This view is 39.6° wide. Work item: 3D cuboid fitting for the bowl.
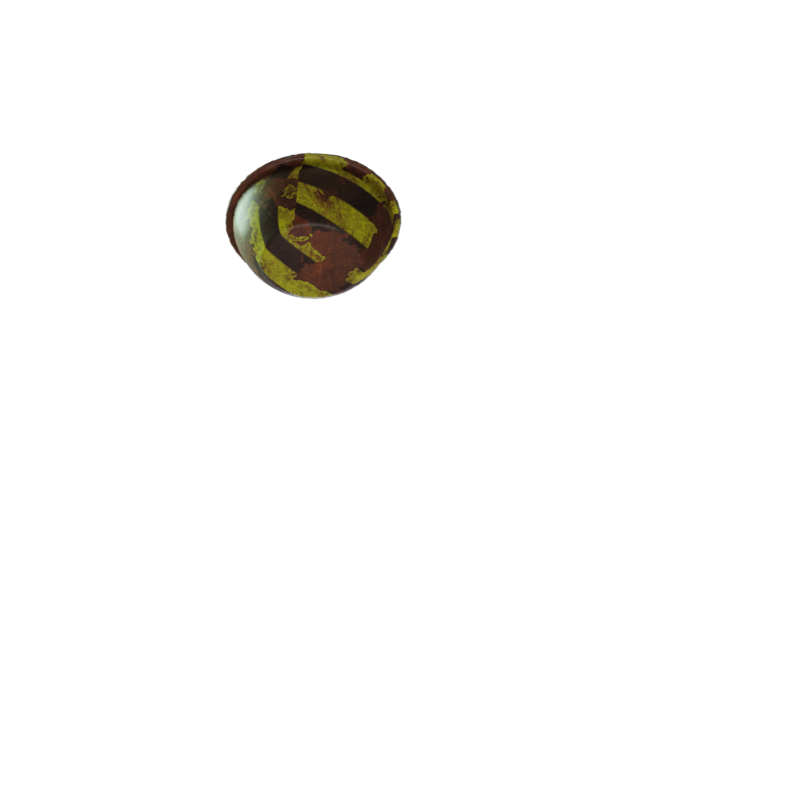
[{"bbox_3d":[-0.078,-0.143,0.998,0.162,0.059,0.151,1,-44,-1],"label":"bowl"}]
